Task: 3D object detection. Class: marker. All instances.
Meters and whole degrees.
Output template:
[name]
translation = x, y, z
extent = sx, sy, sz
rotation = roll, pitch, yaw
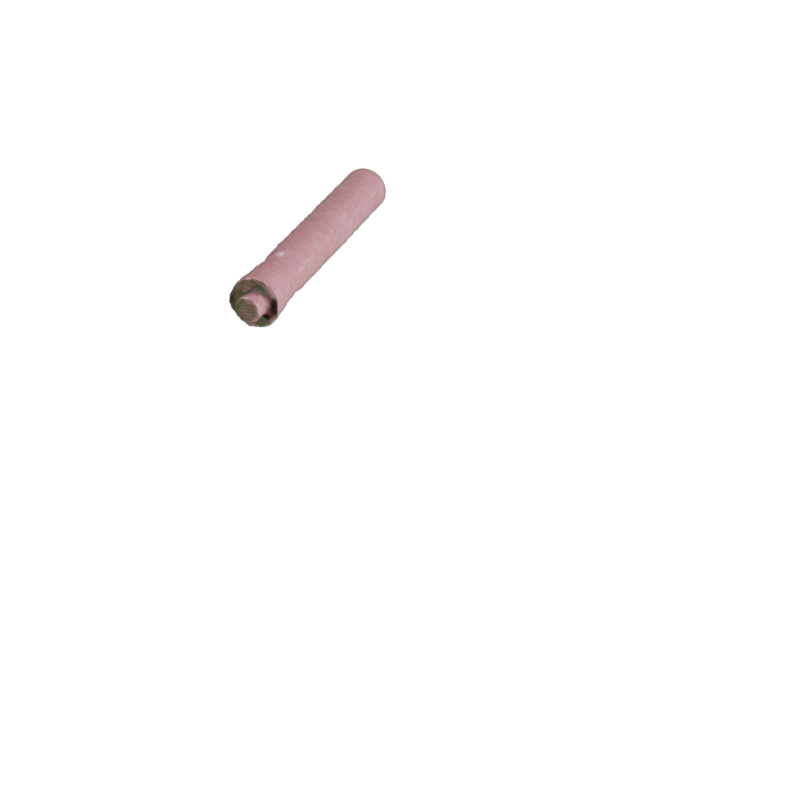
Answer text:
[marker]
translation = -0.033, -0.060, 0.423
extent = 0.020, 0.019, 0.124
rotation = 1, 29, 20
